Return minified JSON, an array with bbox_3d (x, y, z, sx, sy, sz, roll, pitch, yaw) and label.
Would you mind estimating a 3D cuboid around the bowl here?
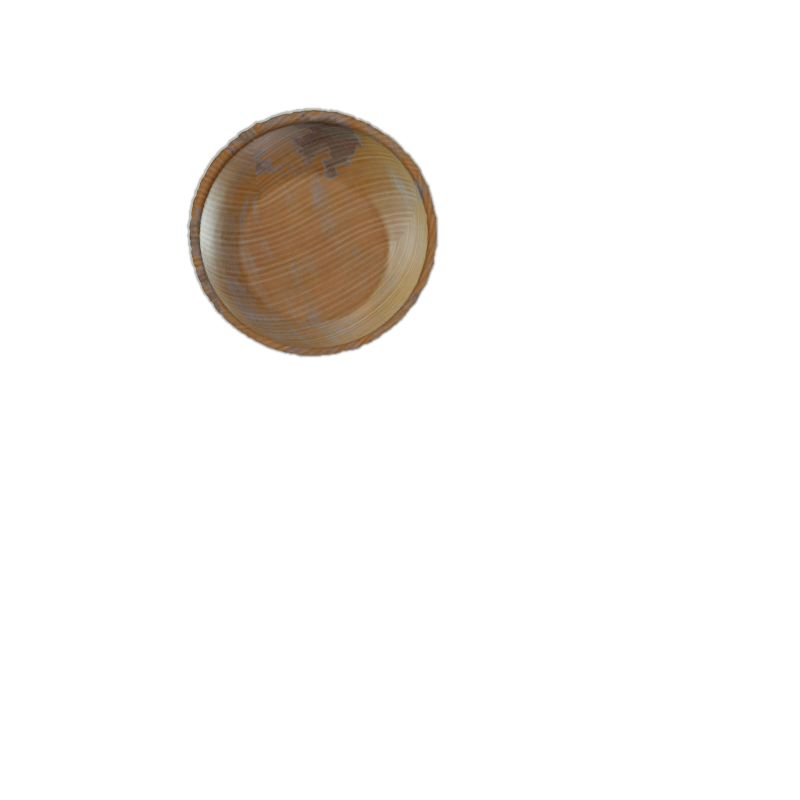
[{"bbox_3d":[-0.054,-0.099,0.694,0.162,0.158,0.056,0,11,-1],"label":"bowl"}]
